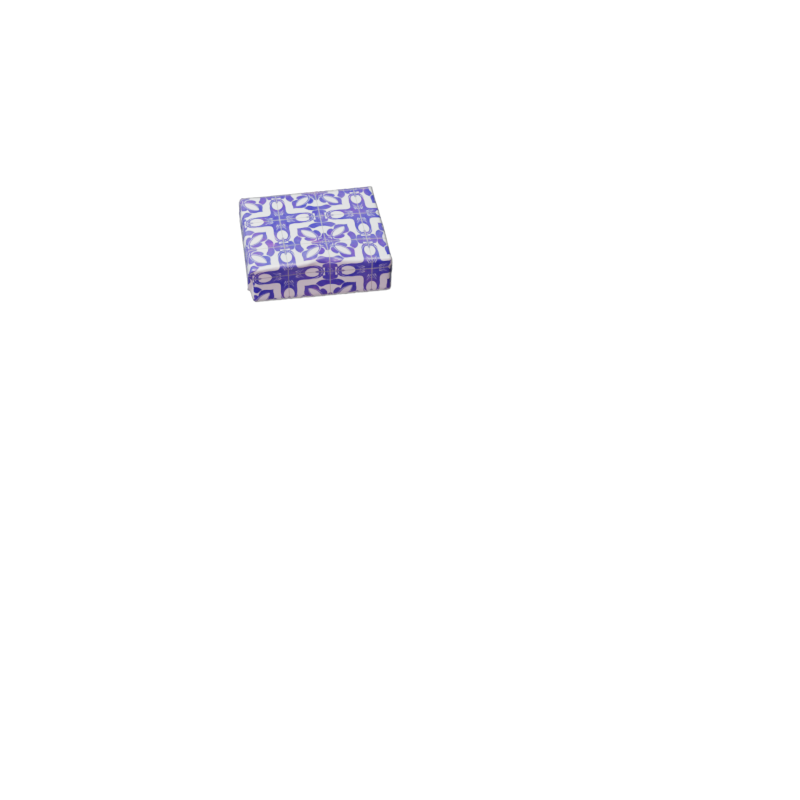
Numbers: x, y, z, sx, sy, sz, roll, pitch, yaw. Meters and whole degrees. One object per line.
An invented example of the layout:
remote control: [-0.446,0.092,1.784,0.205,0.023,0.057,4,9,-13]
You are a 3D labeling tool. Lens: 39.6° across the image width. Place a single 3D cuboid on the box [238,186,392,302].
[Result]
box: [-0.055,-0.100,0.699,0.089,0.028,0.079,-6,45,-7]
